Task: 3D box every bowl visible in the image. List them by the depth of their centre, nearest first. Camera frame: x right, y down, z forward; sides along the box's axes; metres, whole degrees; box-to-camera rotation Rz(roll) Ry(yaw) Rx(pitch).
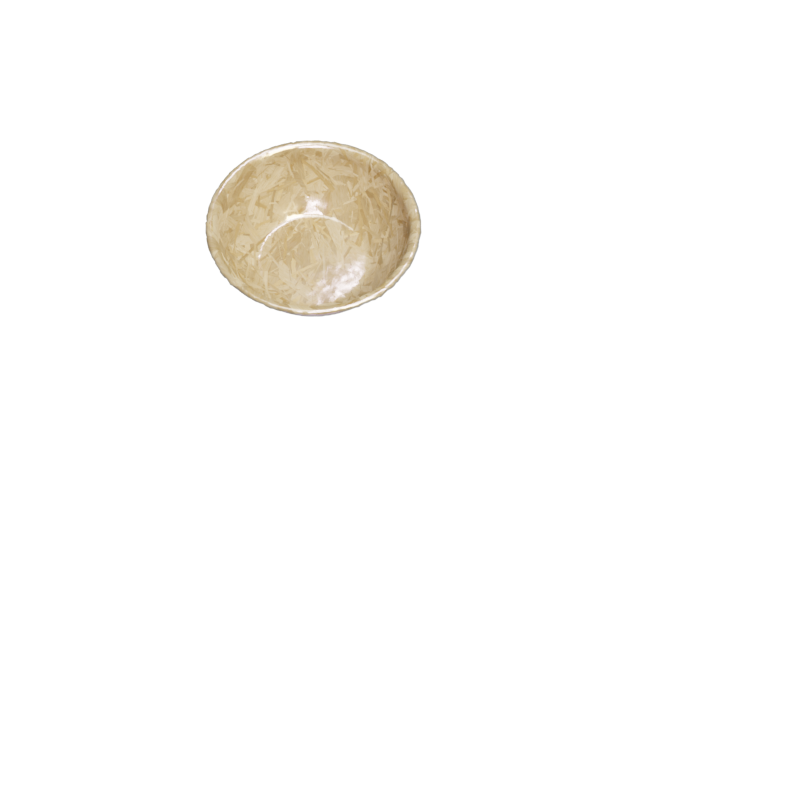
[{"bbox_3d":[-0.067,-0.122,0.851,0.162,0.173,0.052,-1,-32,-1],"label":"bowl"}]
